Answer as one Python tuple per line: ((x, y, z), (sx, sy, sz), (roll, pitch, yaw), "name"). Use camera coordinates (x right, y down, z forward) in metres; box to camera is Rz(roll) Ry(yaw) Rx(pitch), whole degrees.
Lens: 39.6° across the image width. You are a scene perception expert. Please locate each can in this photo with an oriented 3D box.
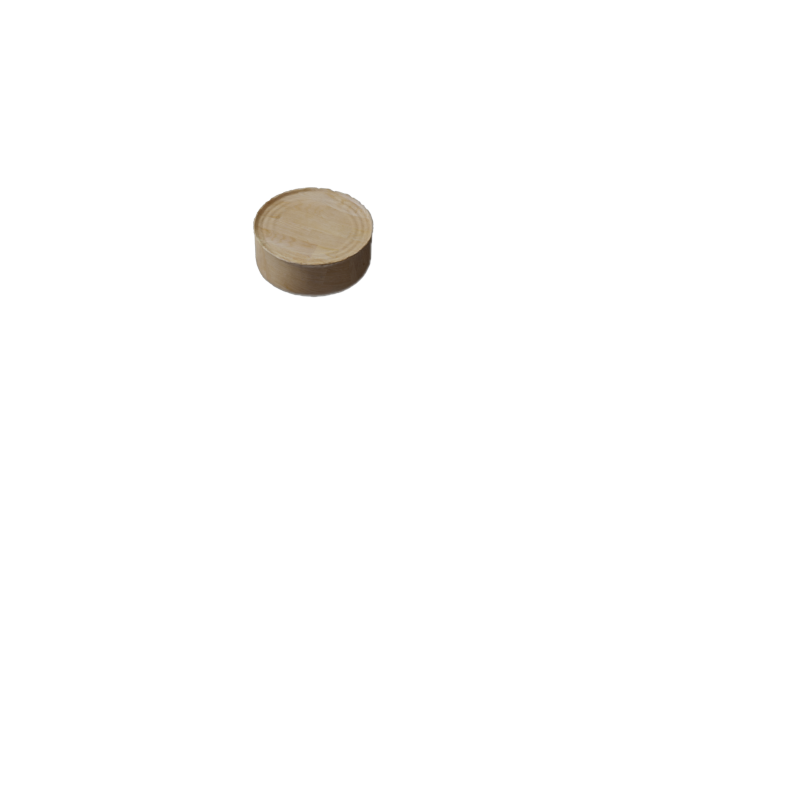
((-0.062, -0.114, 0.797), (0.086, 0.031, 0.092), (-1, 45, -1), "can")
